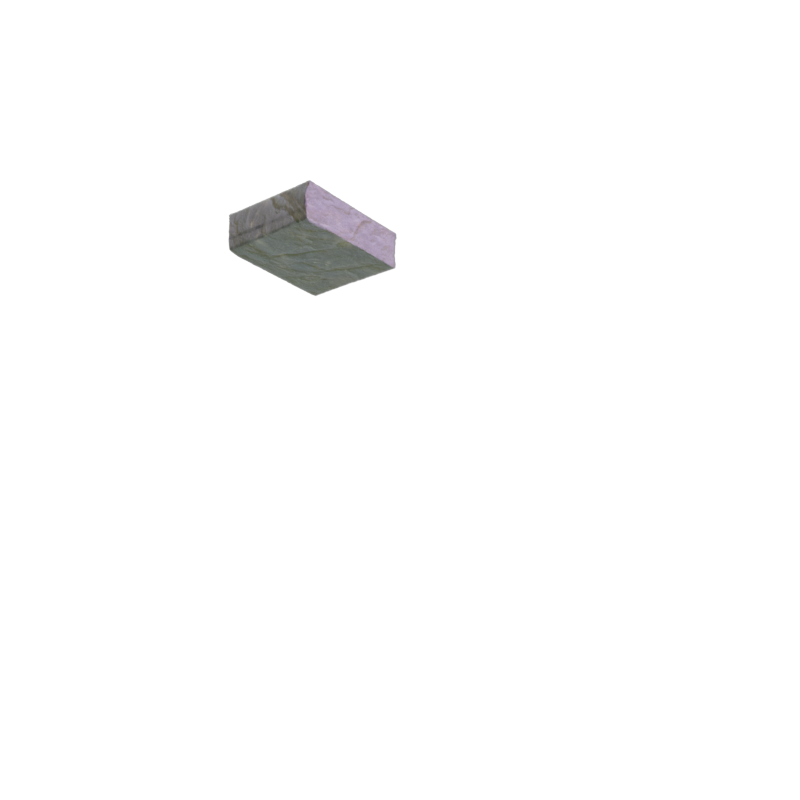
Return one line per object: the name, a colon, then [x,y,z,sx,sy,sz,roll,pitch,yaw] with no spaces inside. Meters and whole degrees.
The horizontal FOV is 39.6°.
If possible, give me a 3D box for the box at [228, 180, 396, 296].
box: [-0.071,-0.129,0.907,0.091,0.041,0.106,-17,-27,36]
